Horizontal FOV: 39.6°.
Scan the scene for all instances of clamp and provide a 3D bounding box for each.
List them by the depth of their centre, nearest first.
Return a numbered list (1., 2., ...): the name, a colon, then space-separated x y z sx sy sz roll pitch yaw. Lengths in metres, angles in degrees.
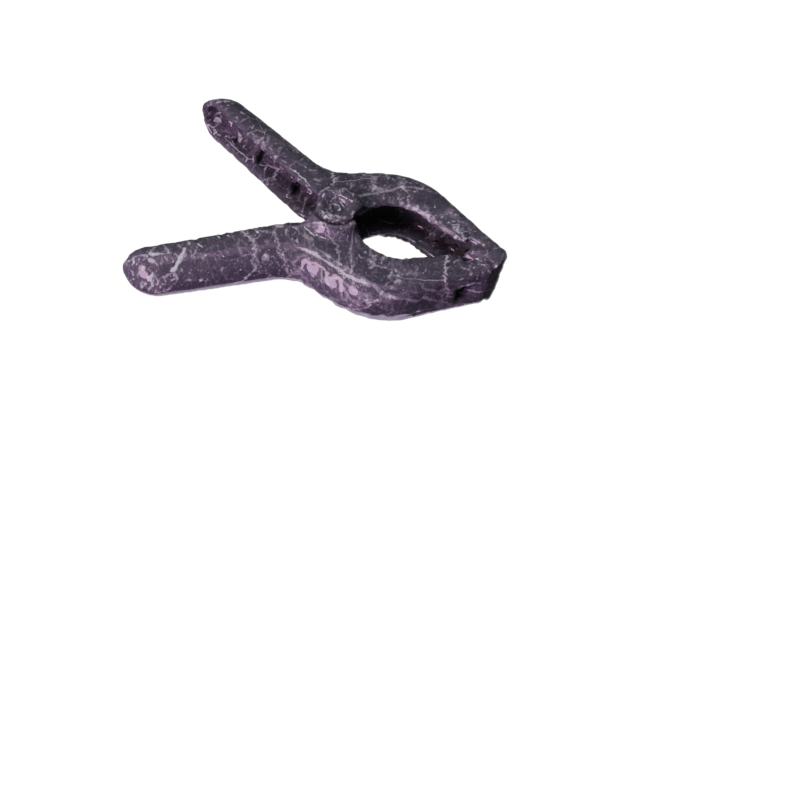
1. clamp: -0.041 -0.074 0.519 0.176 0.125 0.037 21 -29 12
